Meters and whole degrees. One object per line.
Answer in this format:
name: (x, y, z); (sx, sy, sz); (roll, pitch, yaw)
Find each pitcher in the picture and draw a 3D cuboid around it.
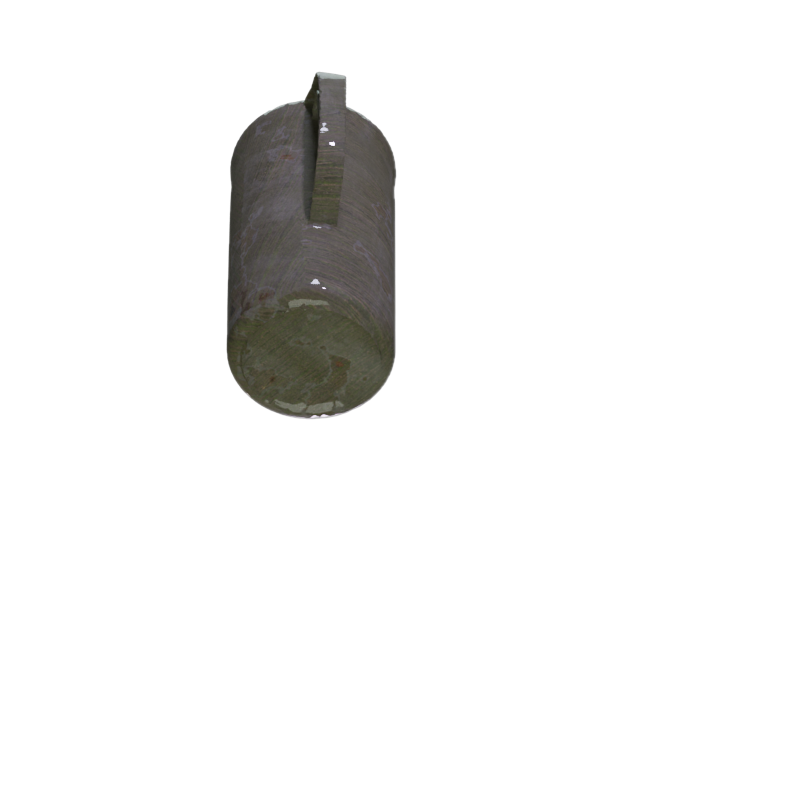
pitcher: (-0.062, -0.113, 0.790); (0.145, 0.139, 0.260); (-29, 34, 19)
